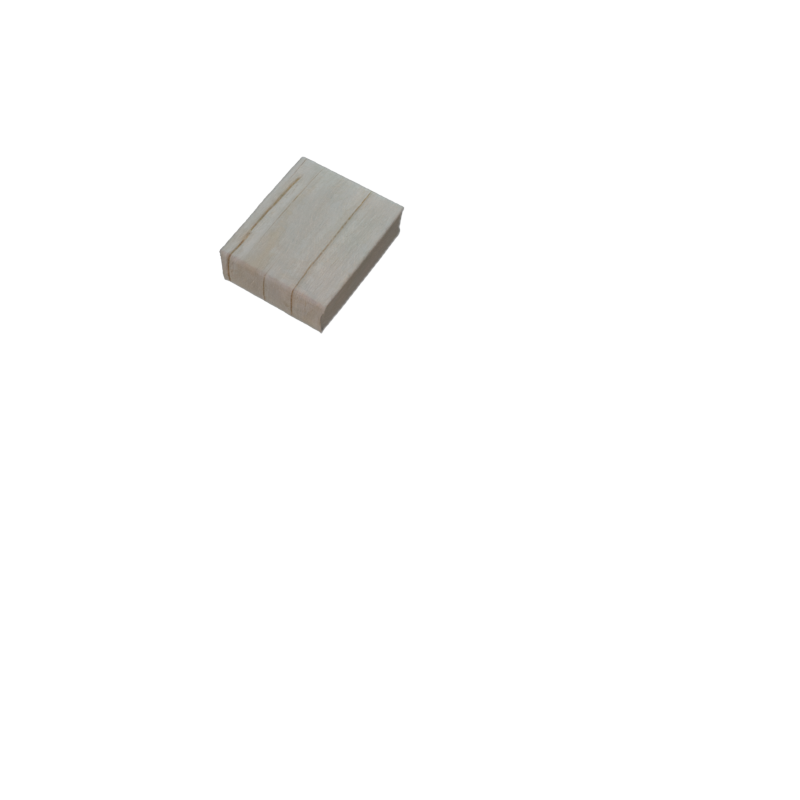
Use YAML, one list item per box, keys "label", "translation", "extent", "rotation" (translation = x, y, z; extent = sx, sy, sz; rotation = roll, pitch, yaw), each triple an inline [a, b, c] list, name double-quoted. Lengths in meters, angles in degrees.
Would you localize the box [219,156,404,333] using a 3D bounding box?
- label: "box"
  translation: [-0.063, -0.116, 0.809]
  extent: [0.093, 0.117, 0.036]
  rotation: [27, -30, 16]
